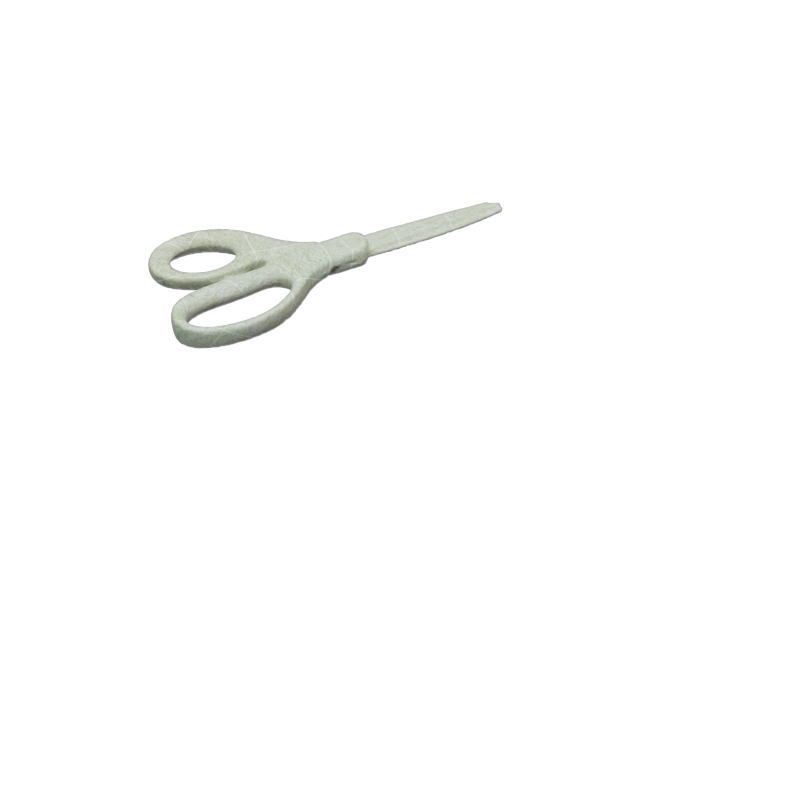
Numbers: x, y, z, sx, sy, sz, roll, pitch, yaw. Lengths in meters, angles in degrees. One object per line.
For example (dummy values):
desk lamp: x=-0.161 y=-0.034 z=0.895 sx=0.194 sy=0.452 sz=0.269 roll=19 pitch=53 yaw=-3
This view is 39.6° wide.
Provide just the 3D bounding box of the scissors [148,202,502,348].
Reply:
scissors: x=-0.046 y=-0.084 z=0.589 sx=0.103 sy=0.015 sz=0.202 roll=31 pitch=48 yaw=33
